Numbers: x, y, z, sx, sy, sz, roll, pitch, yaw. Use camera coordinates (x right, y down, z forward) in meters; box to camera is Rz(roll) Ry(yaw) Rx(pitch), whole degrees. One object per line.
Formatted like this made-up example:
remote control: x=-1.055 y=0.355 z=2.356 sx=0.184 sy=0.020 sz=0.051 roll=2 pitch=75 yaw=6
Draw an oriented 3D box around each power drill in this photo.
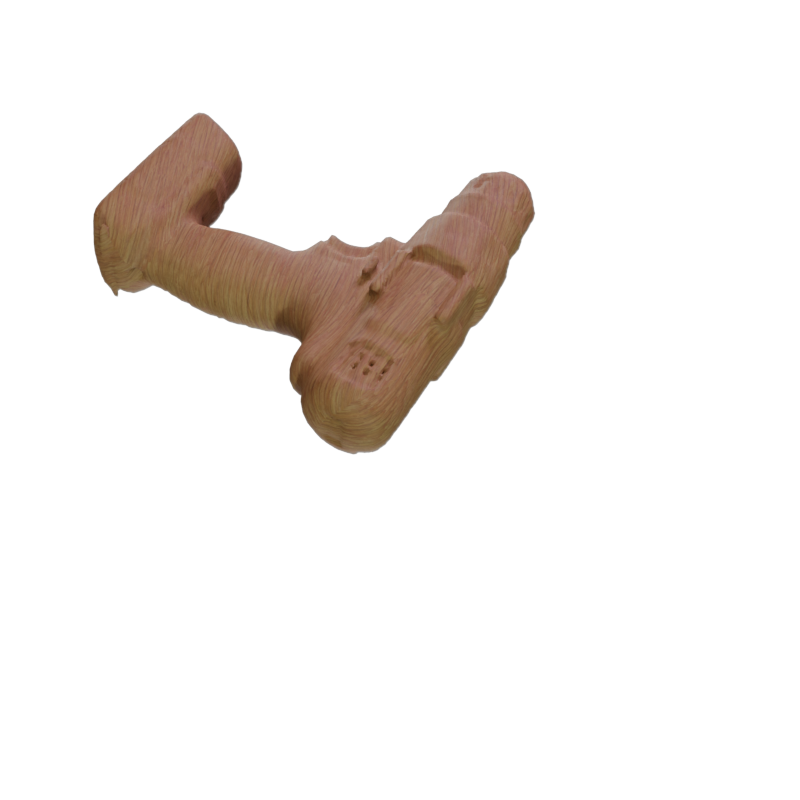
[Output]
power drill: x=-0.044 y=-0.080 z=0.559 sx=0.196 sy=0.053 sz=0.190 roll=24 pitch=52 yaw=20
